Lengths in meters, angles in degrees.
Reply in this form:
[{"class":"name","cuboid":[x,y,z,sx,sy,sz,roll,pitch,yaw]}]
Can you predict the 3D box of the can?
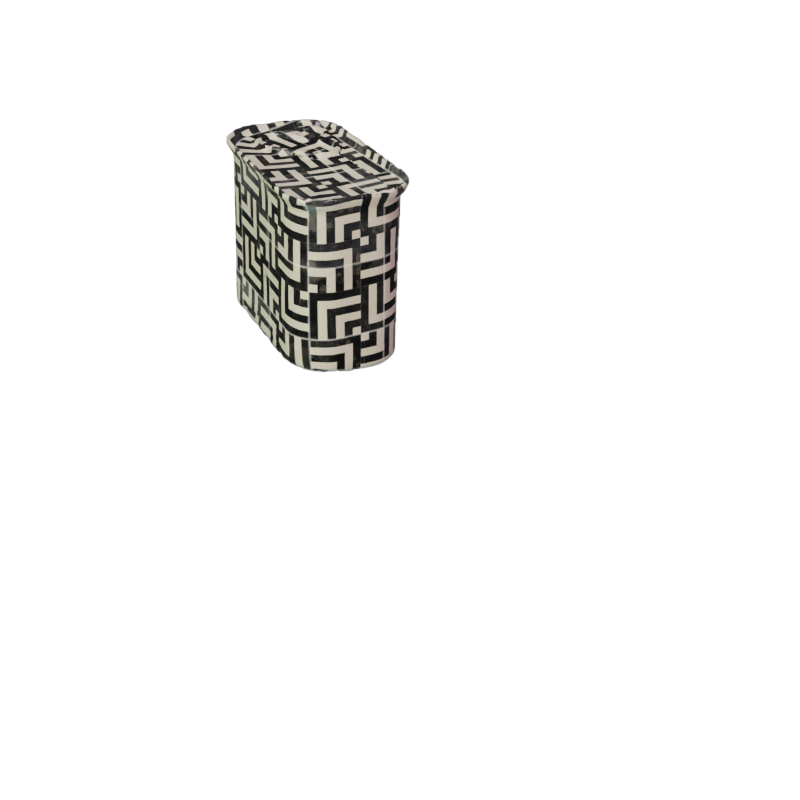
[{"class":"can","cuboid":[-0.039,-0.072,0.502,0.056,0.079,0.110,-11,31,-22]}]
